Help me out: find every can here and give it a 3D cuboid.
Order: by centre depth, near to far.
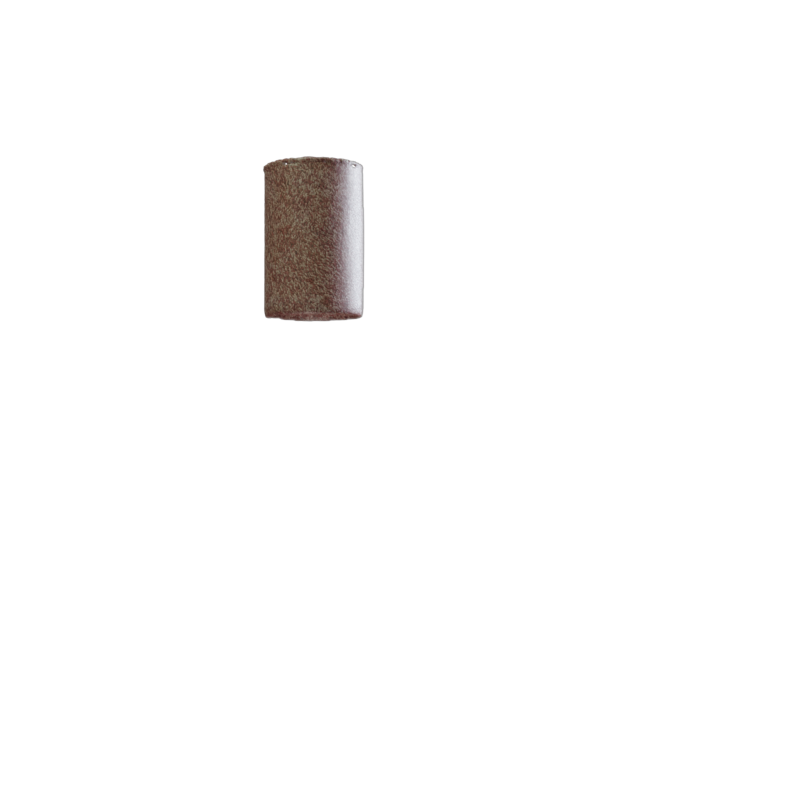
[{"bbox_3d":[-0.058,-0.106,0.743,0.068,0.104,0.067,0,-6,-2],"label":"can"}]
